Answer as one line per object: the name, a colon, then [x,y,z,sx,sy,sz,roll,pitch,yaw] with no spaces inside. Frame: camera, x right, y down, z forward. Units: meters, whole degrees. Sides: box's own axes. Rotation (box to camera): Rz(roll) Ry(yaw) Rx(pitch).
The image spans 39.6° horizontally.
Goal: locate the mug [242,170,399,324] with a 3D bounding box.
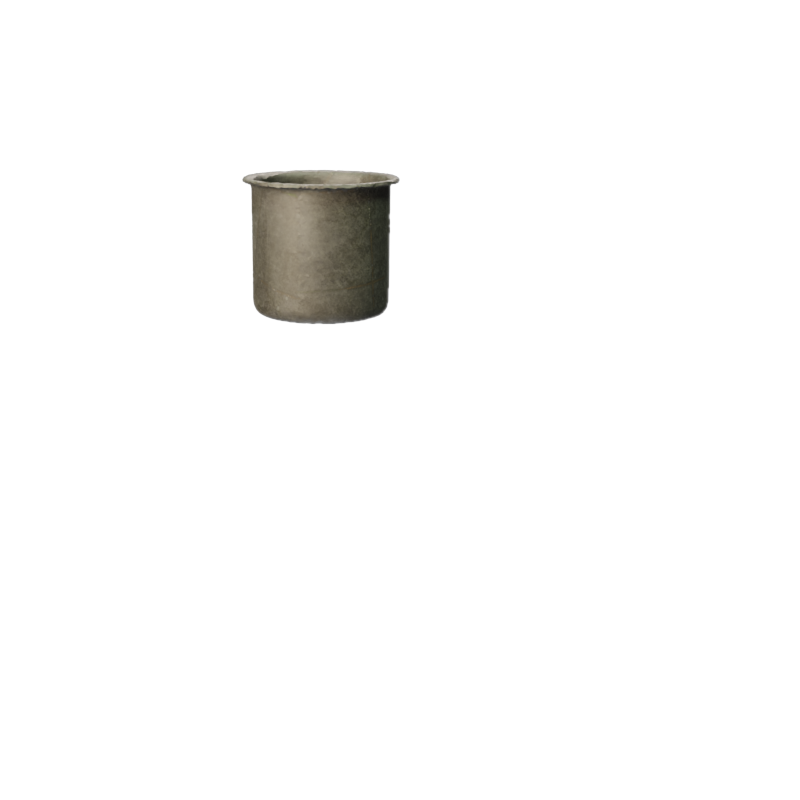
mug: [-0.053,-0.096,0.672,0.091,0.079,0.123,-6,16,-24]
